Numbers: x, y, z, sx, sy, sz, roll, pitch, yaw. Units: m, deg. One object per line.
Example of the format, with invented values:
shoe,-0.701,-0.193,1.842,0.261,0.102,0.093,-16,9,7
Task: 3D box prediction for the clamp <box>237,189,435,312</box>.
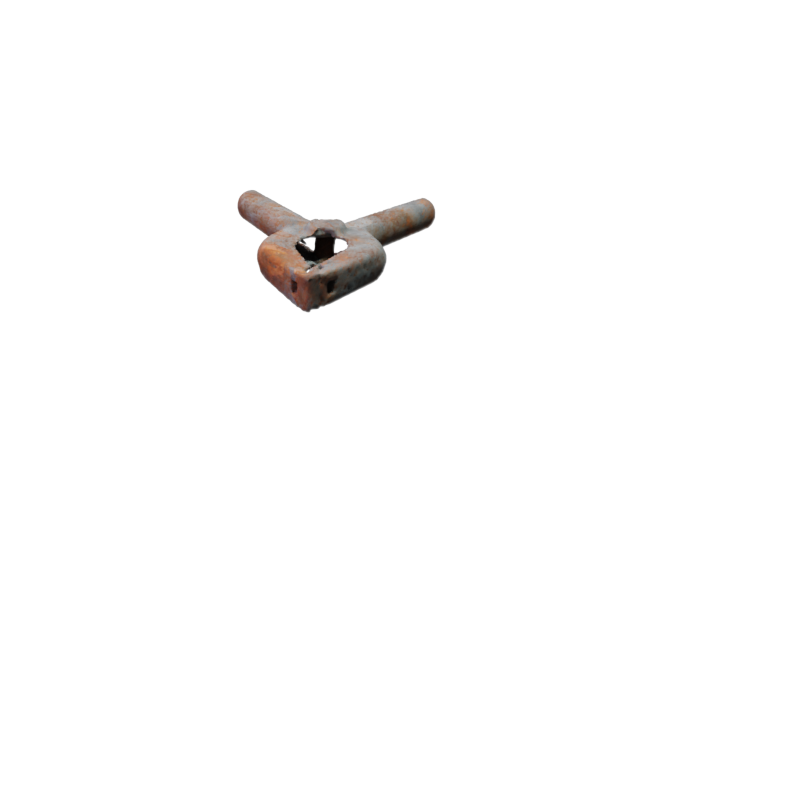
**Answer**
clamp,-0.067,-0.121,0.850,0.167,0.035,0.217,5,26,9
